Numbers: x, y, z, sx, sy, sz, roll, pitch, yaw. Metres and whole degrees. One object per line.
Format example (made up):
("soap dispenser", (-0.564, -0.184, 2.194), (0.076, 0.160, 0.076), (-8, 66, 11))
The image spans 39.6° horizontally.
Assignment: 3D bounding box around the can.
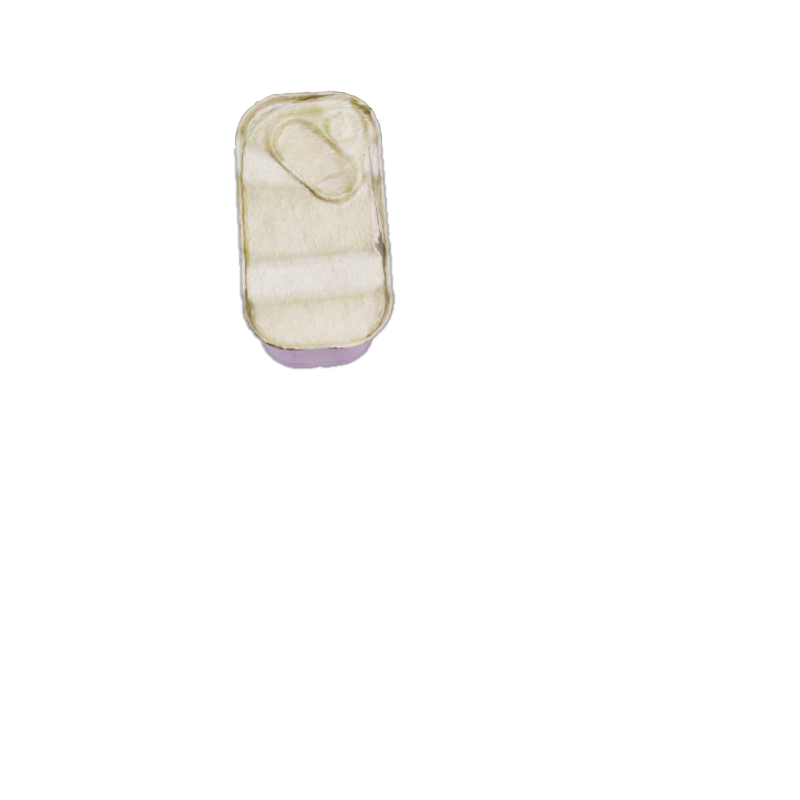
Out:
("can", (-0.036, -0.066, 0.463), (0.057, 0.105, 0.082), (-4, -10, -4))
